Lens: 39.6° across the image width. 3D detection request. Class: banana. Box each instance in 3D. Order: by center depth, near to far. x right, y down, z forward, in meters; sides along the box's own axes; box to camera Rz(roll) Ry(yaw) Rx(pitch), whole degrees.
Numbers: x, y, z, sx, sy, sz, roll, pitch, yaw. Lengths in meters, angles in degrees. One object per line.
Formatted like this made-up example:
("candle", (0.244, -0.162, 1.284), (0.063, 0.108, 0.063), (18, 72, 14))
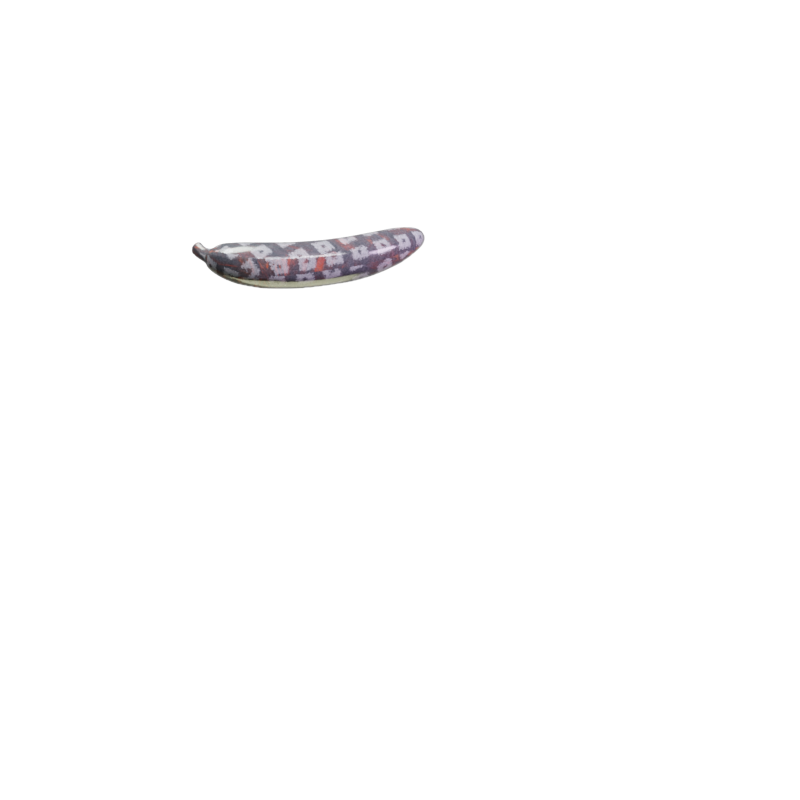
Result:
("banana", (-0.075, -0.120, 0.917), (0.197, 0.034, 0.075), (-2, 39, -3))
